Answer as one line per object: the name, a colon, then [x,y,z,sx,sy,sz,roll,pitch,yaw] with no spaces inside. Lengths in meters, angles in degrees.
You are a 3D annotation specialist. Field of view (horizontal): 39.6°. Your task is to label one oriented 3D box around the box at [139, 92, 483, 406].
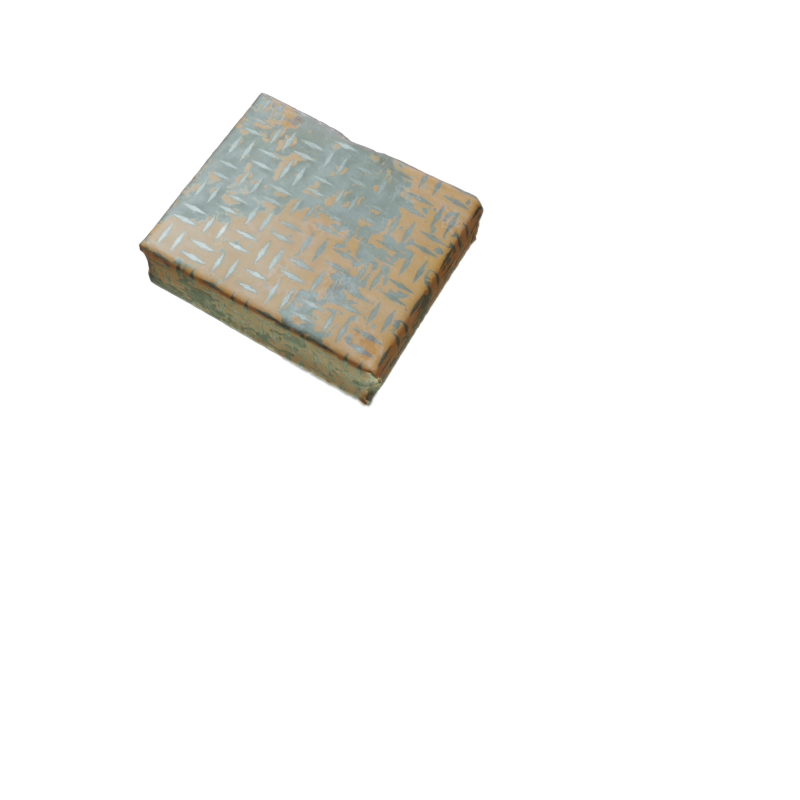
box: [-0.029,-0.053,0.368,0.092,0.075,0.028,28,-24,14]
